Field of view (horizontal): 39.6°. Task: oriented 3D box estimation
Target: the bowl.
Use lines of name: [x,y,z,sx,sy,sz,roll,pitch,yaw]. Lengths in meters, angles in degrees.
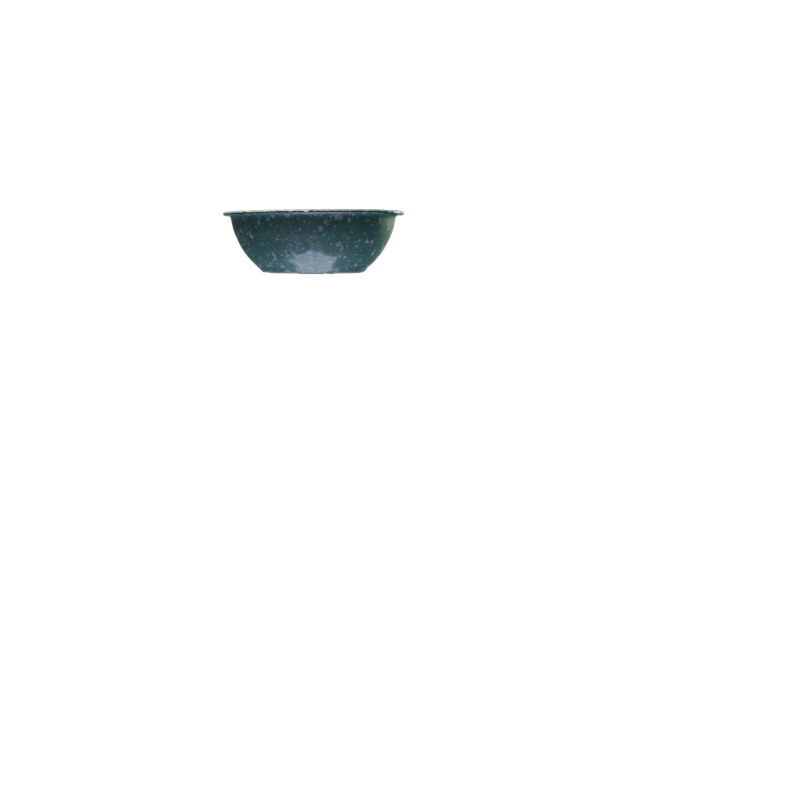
bowl: [-0.077,-0.141,0.989,0.162,0.055,0.164,0,8,-2]
